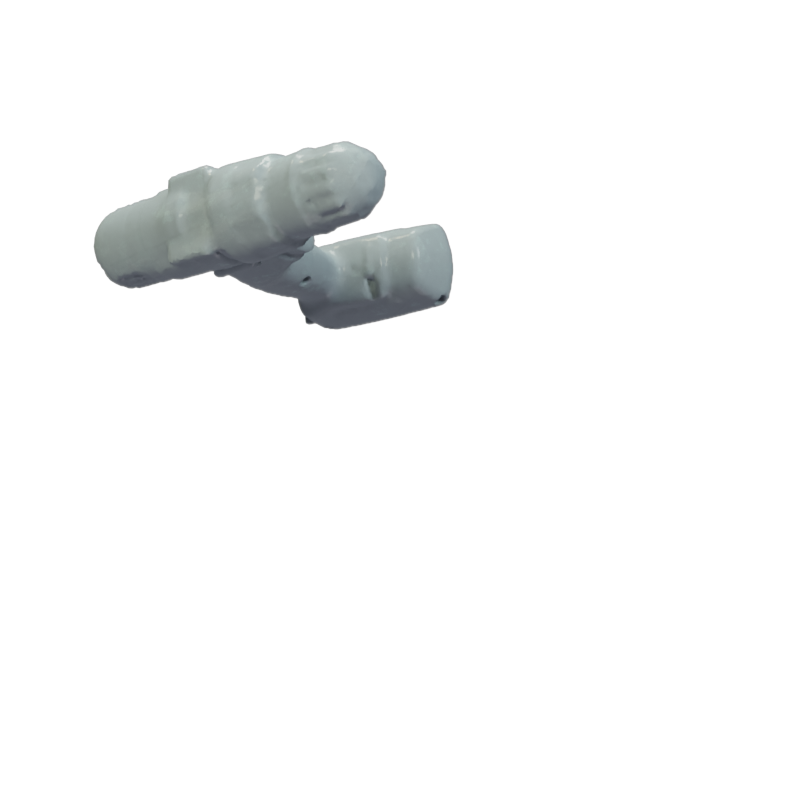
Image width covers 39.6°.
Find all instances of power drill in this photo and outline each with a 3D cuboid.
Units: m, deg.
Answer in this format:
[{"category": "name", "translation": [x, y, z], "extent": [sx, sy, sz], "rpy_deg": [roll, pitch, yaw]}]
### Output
[{"category": "power drill", "translation": [-0.049, -0.090, 0.627], "extent": [0.189, 0.059, 0.177], "rpy_deg": [-7, -13, 35]}]
